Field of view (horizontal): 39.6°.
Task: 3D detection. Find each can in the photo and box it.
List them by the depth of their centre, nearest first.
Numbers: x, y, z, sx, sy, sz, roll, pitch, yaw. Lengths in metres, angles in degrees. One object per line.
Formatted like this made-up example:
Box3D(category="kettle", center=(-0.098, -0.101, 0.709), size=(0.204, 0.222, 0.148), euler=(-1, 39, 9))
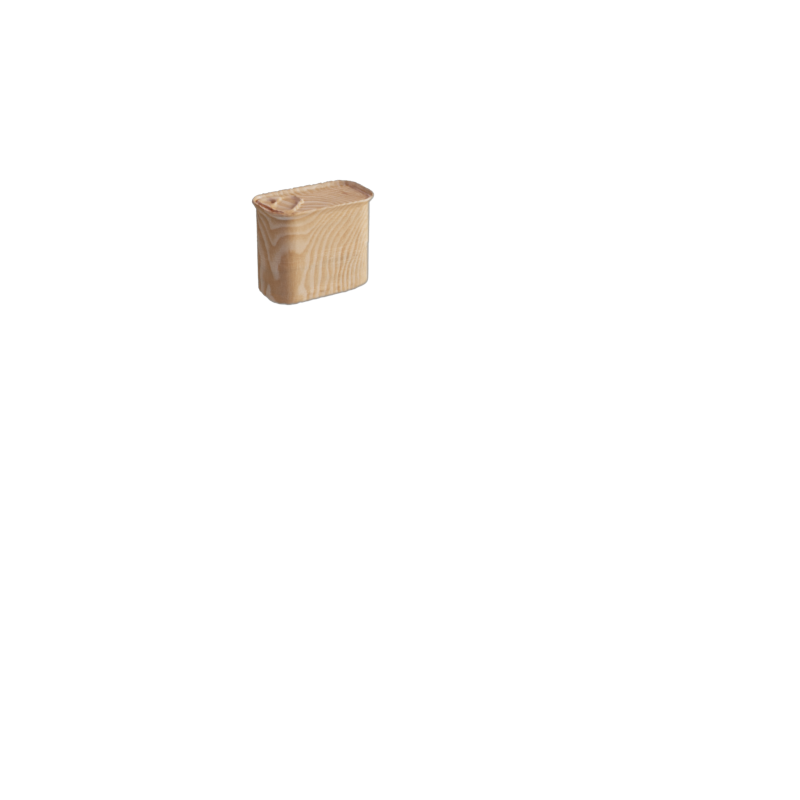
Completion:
Box3D(category="can", center=(-0.074, -0.136, 0.950), size=(0.100, 0.080, 0.062), euler=(-15, 29, -29))
